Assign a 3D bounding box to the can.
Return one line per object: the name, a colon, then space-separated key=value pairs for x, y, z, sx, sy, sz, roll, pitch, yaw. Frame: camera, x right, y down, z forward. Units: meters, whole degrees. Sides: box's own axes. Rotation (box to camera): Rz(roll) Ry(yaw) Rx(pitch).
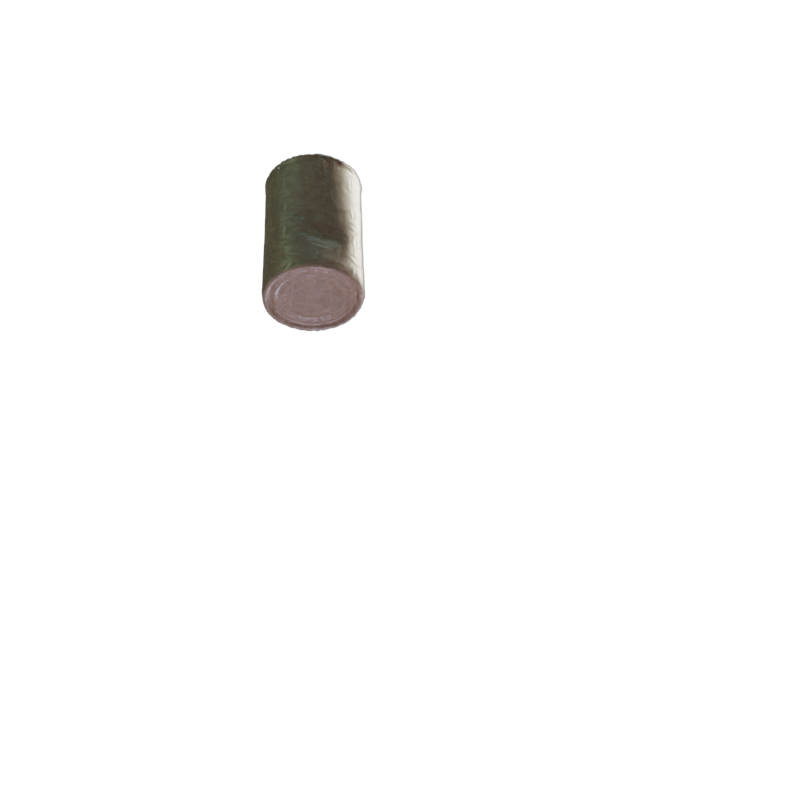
can: x=-0.058 y=-0.106 z=0.743 sx=0.068 sy=0.110 sz=0.064 roll=-1 pitch=-39 yaw=-3
